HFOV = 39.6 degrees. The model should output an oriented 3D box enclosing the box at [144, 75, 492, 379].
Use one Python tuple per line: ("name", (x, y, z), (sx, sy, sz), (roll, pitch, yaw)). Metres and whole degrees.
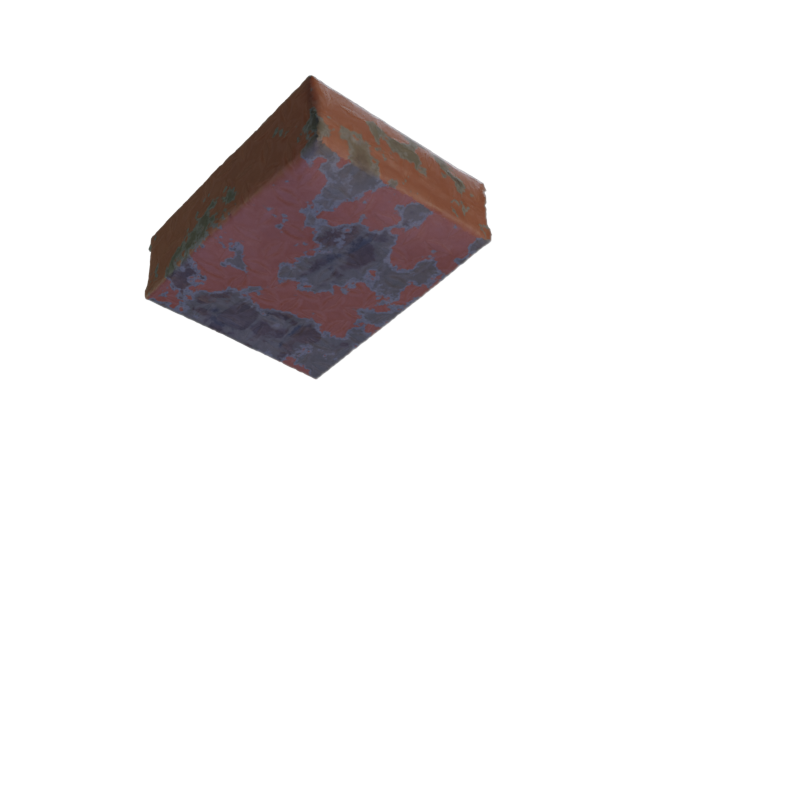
("box", (-0.035, -0.063, 0.442), (0.085, 0.042, 0.112), (27, -46, -31))
